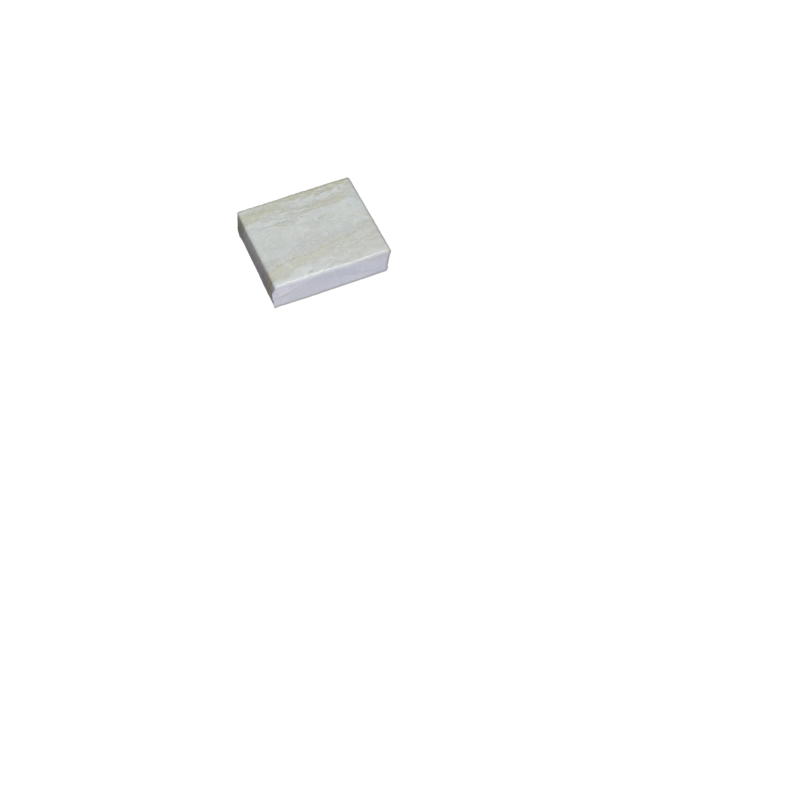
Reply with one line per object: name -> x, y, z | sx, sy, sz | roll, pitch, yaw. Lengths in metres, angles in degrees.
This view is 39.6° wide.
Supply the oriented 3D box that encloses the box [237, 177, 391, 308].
box -> -0.077, -0.141, 0.986 | 0.113, 0.096, 0.036 | -21, -31, -14
